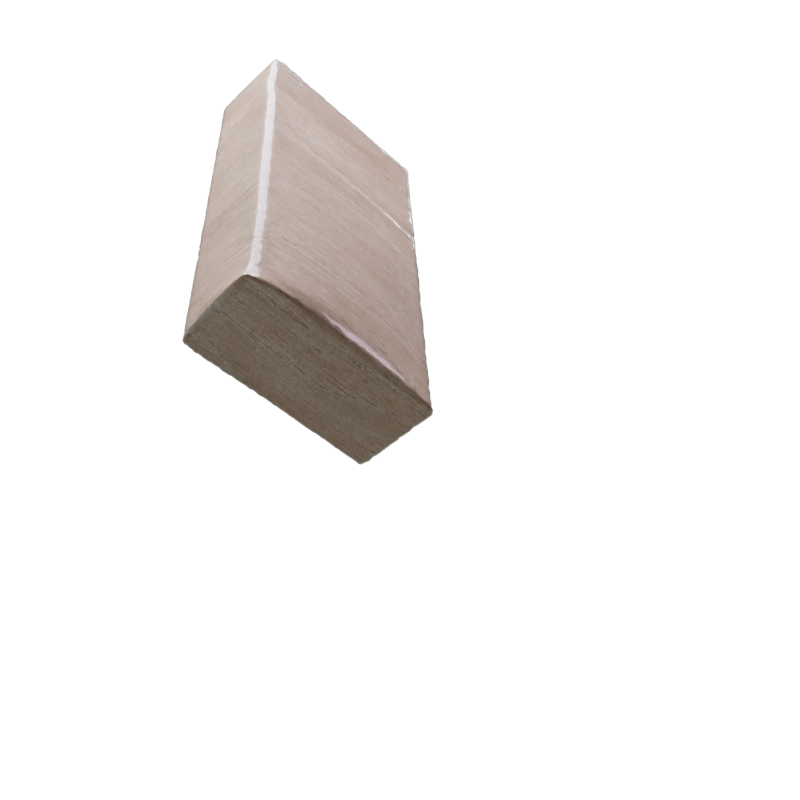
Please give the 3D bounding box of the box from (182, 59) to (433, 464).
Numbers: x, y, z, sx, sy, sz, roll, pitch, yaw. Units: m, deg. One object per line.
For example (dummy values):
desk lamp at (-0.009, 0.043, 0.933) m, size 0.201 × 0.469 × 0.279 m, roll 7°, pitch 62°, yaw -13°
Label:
box at (-0.037, -0.067, 0.473) m, size 0.088 × 0.189 × 0.047 m, roll 36°, pitch -63°, yaw -26°
